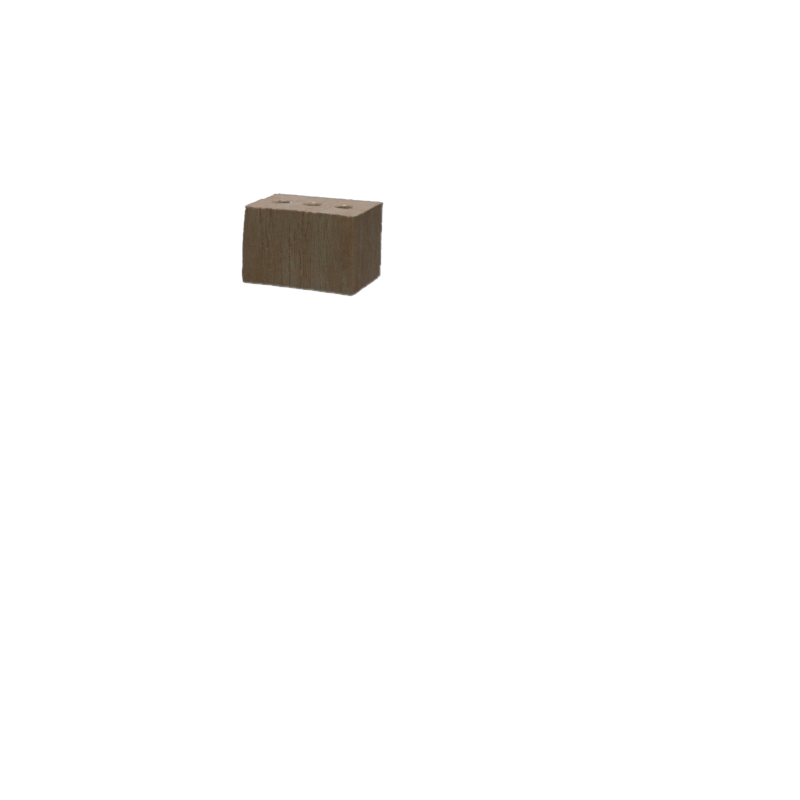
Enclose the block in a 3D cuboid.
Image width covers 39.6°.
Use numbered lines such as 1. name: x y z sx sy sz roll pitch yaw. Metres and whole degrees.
1. block: -0.055 -0.101 0.709 0.080 0.049 0.053 8 19 20
